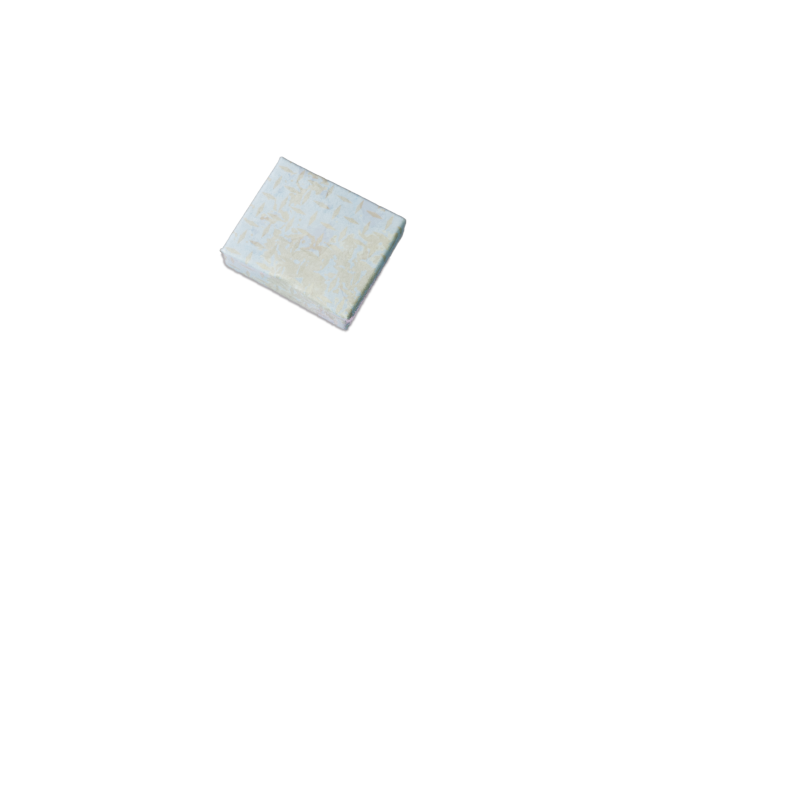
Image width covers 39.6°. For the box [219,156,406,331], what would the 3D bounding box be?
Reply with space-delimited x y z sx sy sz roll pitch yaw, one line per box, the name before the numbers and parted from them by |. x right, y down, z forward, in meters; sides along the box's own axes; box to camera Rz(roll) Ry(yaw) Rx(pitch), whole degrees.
box | -0.053 -0.096 0.670 0.091 0.075 0.029 28 -18 9
